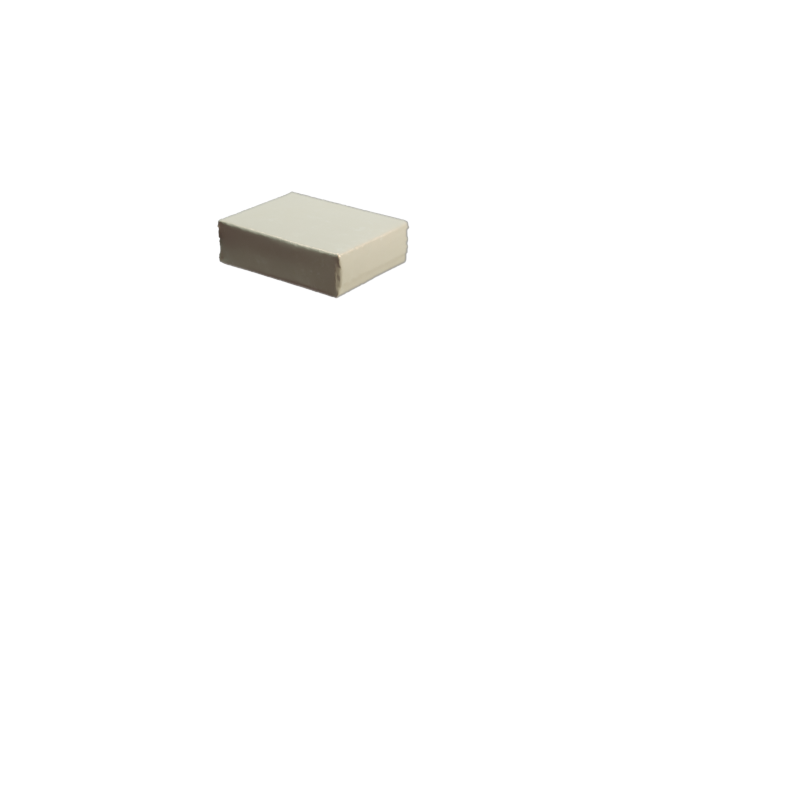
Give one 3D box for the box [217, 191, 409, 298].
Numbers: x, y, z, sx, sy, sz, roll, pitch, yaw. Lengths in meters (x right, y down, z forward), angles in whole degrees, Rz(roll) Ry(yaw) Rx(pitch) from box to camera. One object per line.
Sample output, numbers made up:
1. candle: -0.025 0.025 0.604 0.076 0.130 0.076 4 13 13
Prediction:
1. box: -0.064 -0.117 0.818 0.119 0.037 0.090 17 29 31
